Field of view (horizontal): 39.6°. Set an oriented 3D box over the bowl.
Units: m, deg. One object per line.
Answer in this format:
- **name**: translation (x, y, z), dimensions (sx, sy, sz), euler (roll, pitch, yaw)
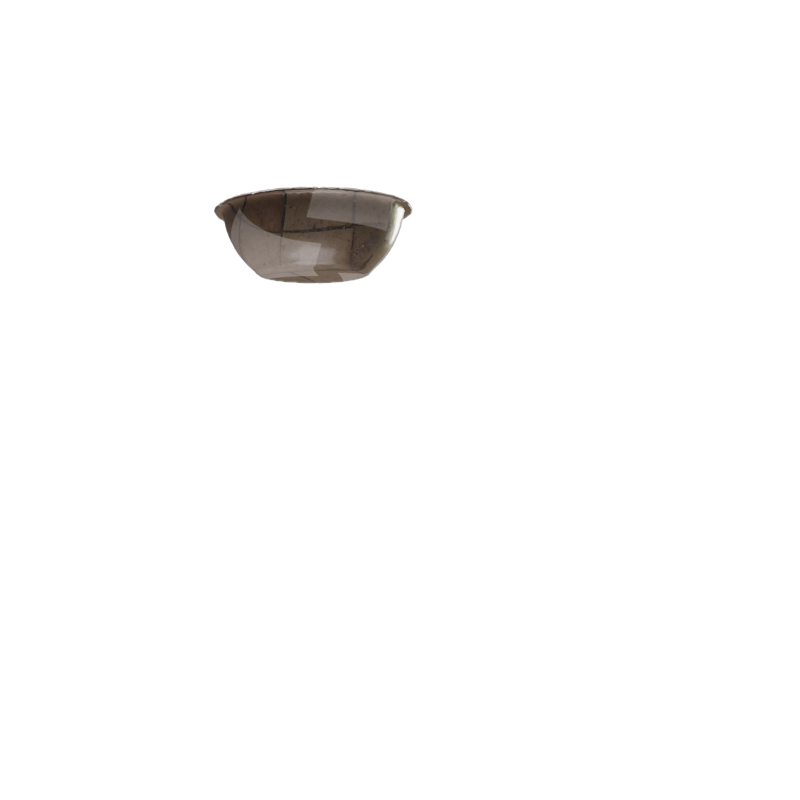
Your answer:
- **bowl**: translation (-0.071, -0.129, 0.902), dimensions (0.162, 0.056, 0.159), euler (0, -4, -2)
